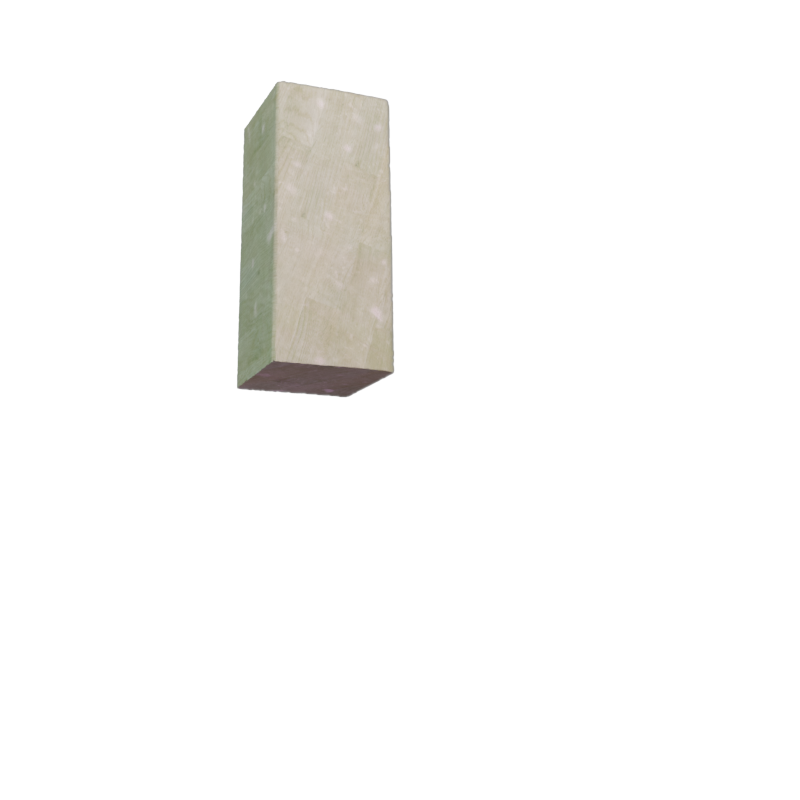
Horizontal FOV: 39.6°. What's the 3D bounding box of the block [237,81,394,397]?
[{"bbox_3d":[-0.063,-0.115,0.809,0.087,0.215,0.090,6,-20,-22],"label":"block"}]
